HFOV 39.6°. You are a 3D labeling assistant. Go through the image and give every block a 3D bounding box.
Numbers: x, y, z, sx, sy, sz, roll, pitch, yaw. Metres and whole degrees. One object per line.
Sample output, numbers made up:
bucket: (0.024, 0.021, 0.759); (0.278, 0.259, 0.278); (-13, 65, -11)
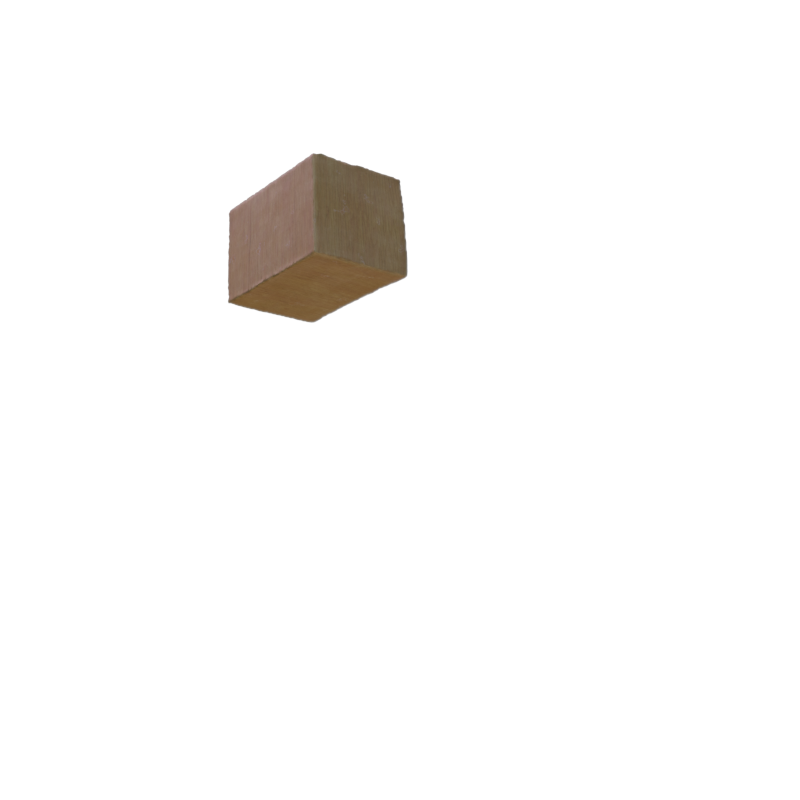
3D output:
block: (-0.041, -0.075, 0.529); (0.050, 0.054, 0.078); (14, -23, -36)
